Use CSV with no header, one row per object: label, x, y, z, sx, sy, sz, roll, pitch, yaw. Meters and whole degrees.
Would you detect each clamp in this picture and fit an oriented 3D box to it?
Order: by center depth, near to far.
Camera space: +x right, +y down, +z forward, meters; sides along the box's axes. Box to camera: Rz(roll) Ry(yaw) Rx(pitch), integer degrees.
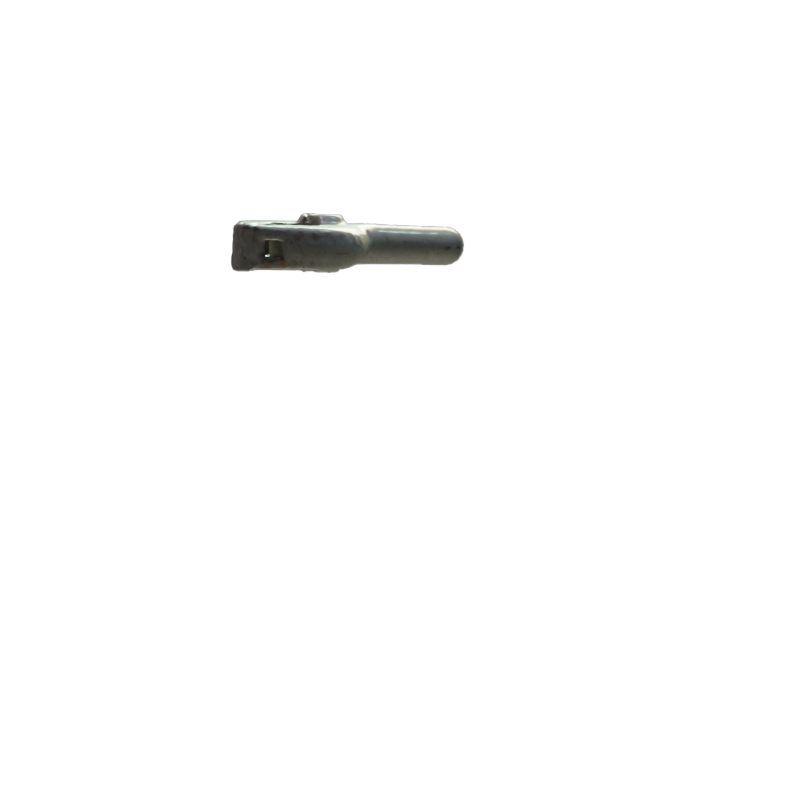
clamp,-0.054,-0.099,0.692,0.125,0.039,0.165,5,7,40
